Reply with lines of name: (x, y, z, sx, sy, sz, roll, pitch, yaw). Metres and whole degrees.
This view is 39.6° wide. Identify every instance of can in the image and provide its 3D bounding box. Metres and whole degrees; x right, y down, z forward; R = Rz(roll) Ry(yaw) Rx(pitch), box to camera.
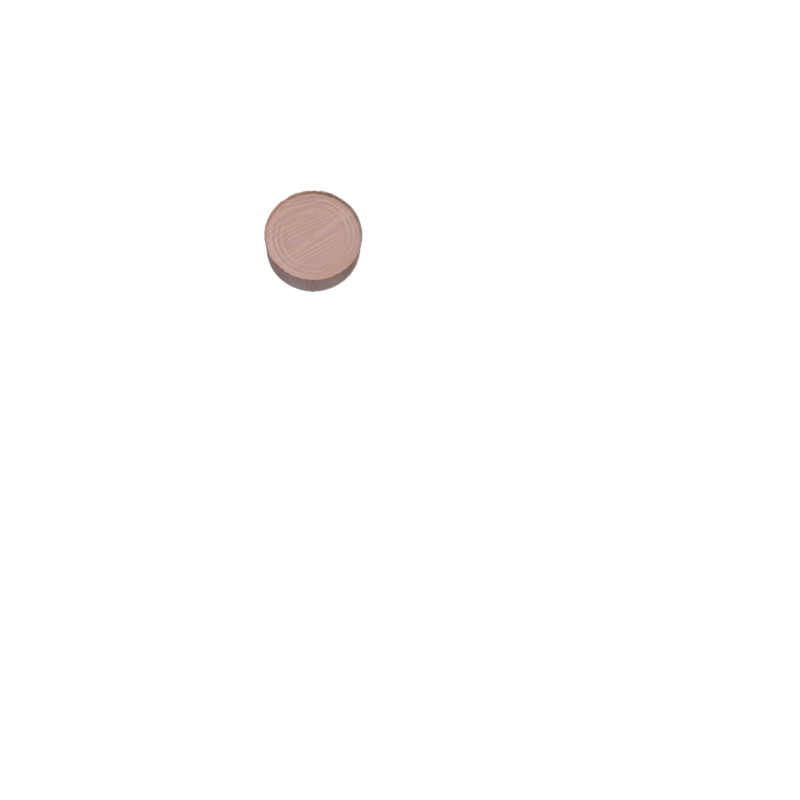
can: (-0.077, -0.140, 0.981, 0.086, 0.090, 0.032, -1, -21, -1)
